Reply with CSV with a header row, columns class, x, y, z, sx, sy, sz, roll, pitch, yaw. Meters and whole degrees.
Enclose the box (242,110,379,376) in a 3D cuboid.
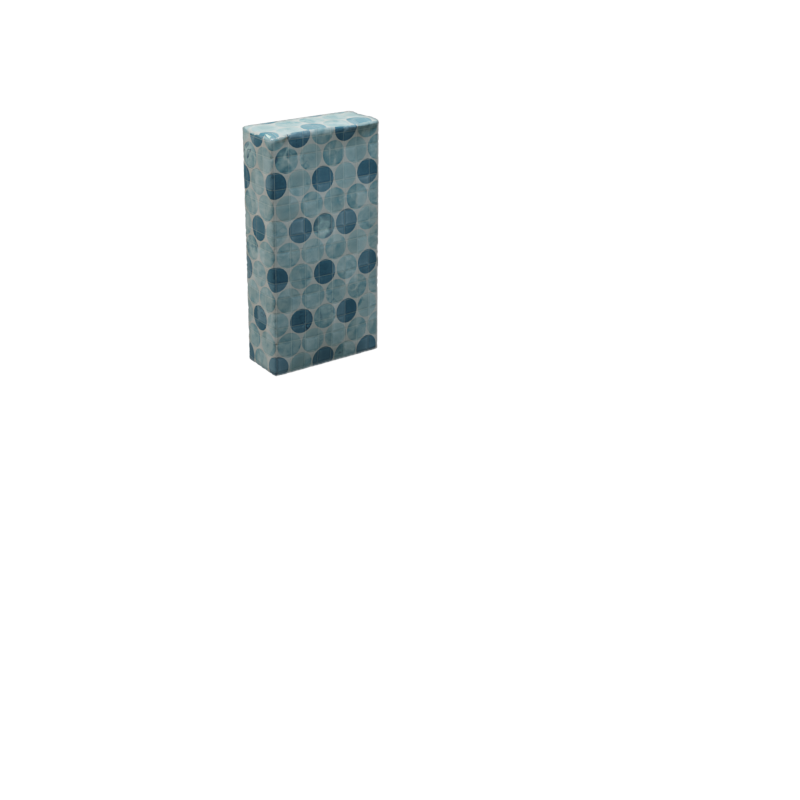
class,x,y,z,sx,sy,sz,roll,pitch,yaw
box,-0.062,-0.114,0.797,0.092,0.168,0.051,-14,27,-33
